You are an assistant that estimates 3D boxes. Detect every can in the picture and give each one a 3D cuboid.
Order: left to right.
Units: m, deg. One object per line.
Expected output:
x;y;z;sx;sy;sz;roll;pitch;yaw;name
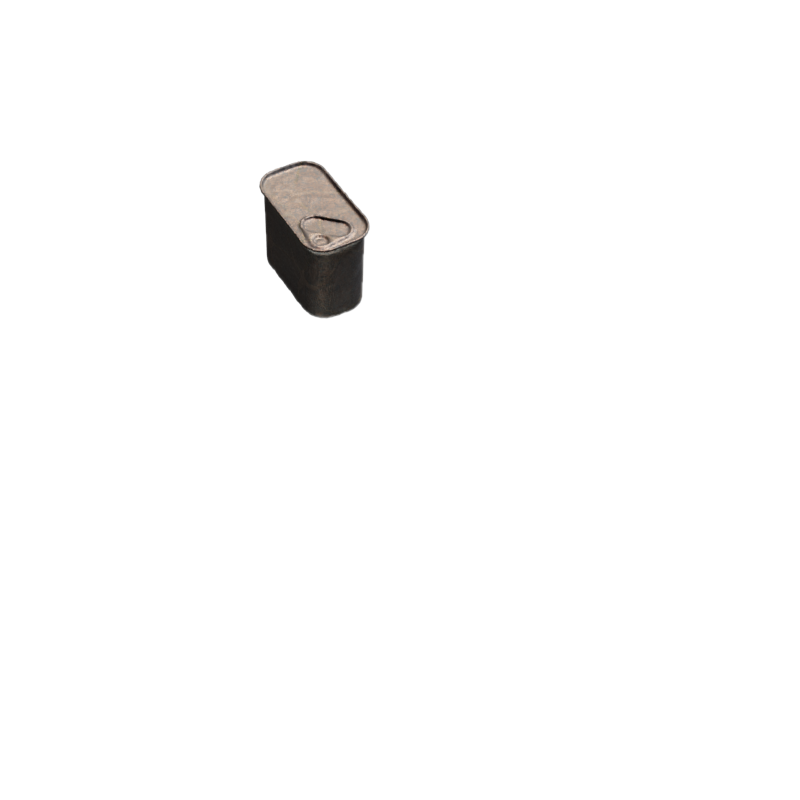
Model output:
-0.069;-0.127;0.889;0.057;0.078;0.110;-22;53;-21;can
